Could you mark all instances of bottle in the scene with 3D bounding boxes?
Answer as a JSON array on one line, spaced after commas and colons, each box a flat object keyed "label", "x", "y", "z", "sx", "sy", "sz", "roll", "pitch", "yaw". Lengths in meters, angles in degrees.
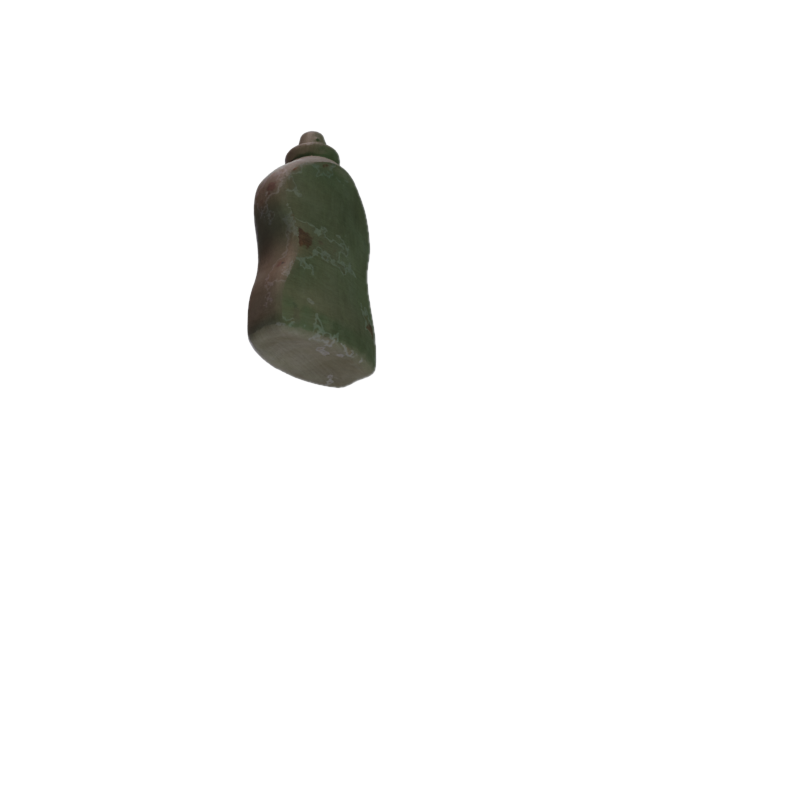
[{"label": "bottle", "x": -0.061, "y": -0.111, "z": 0.779, "sx": 0.058, "sy": 0.205, "sz": 0.090, "roll": -29, "pitch": -41, "yaw": 36}]
